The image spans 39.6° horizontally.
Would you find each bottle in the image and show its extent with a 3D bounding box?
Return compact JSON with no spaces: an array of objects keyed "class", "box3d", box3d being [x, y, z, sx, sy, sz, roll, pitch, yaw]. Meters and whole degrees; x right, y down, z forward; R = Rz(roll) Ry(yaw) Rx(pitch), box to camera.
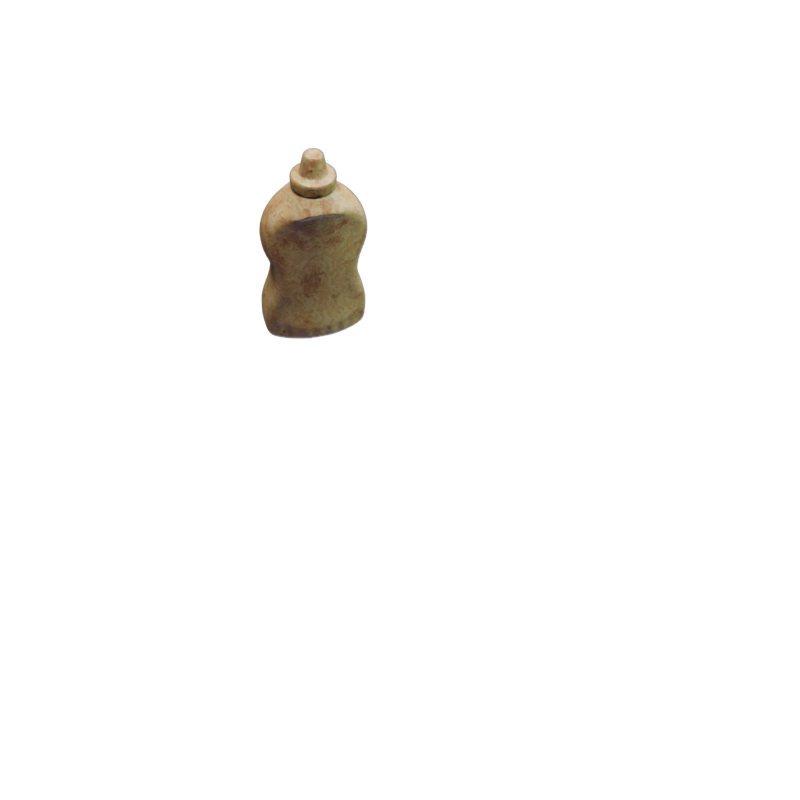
[{"class":"bottle","box3d":[-0.078,-0.143,0.998,0.095,0.179,0.063,-8,44,-12]}]
